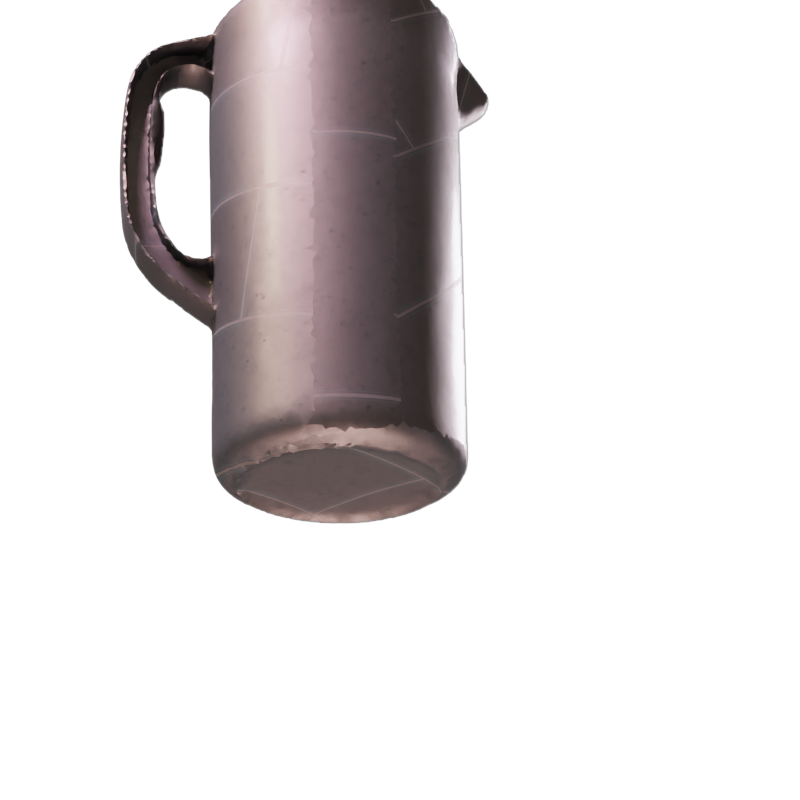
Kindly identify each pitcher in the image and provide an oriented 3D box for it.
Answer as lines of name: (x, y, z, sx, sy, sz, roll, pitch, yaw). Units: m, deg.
pitcher: (-0.041, -0.075, 0.525, 0.151, 0.259, 0.134, -18, -34, 25)
